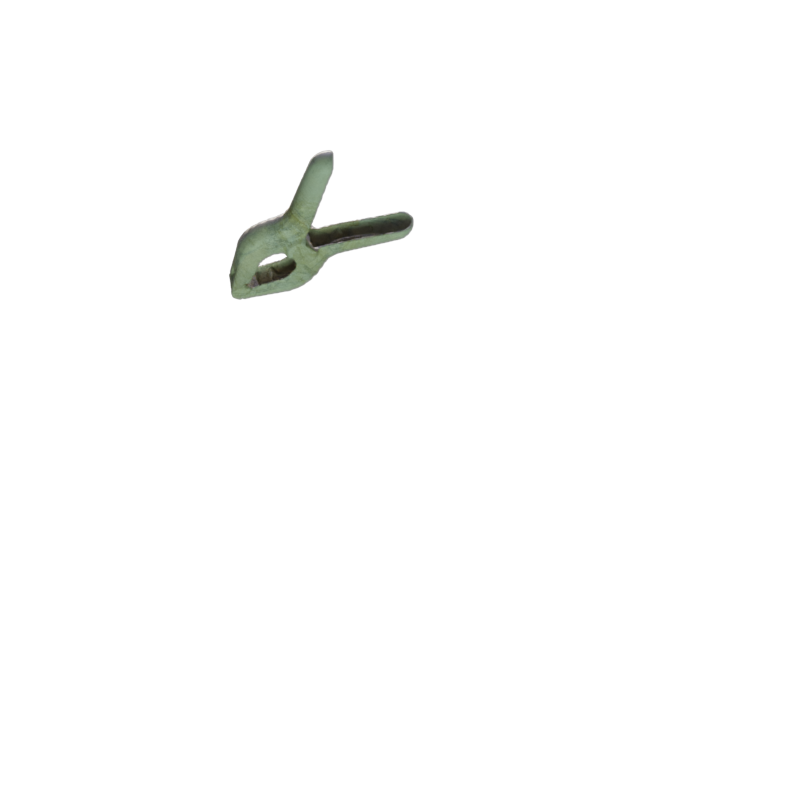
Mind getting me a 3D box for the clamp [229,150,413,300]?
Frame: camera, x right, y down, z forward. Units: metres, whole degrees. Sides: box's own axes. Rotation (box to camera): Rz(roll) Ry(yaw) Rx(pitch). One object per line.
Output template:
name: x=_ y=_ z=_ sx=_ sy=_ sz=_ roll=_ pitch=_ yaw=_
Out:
clamp: x=-0.075 y=-0.138 z=0.964 sx=0.113 sy=0.042 sz=0.169 roll=31 pitch=-51 yaw=-30
